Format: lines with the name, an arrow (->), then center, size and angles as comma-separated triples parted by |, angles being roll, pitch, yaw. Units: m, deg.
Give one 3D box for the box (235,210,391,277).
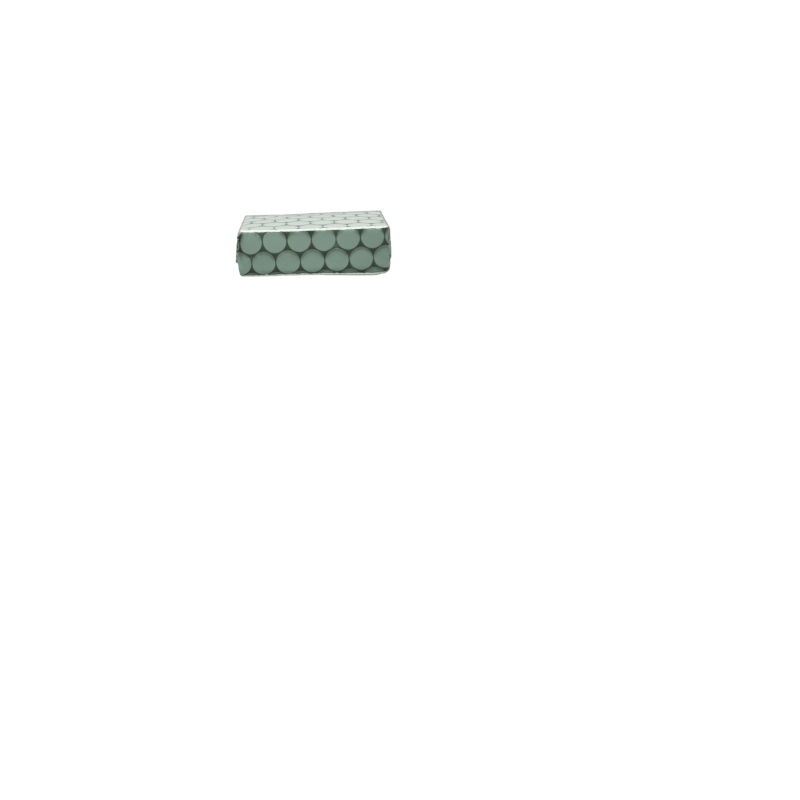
box -> -0.066, -0.120, 0.843 | 0.113, 0.038, 0.093 | -1, 17, -2
